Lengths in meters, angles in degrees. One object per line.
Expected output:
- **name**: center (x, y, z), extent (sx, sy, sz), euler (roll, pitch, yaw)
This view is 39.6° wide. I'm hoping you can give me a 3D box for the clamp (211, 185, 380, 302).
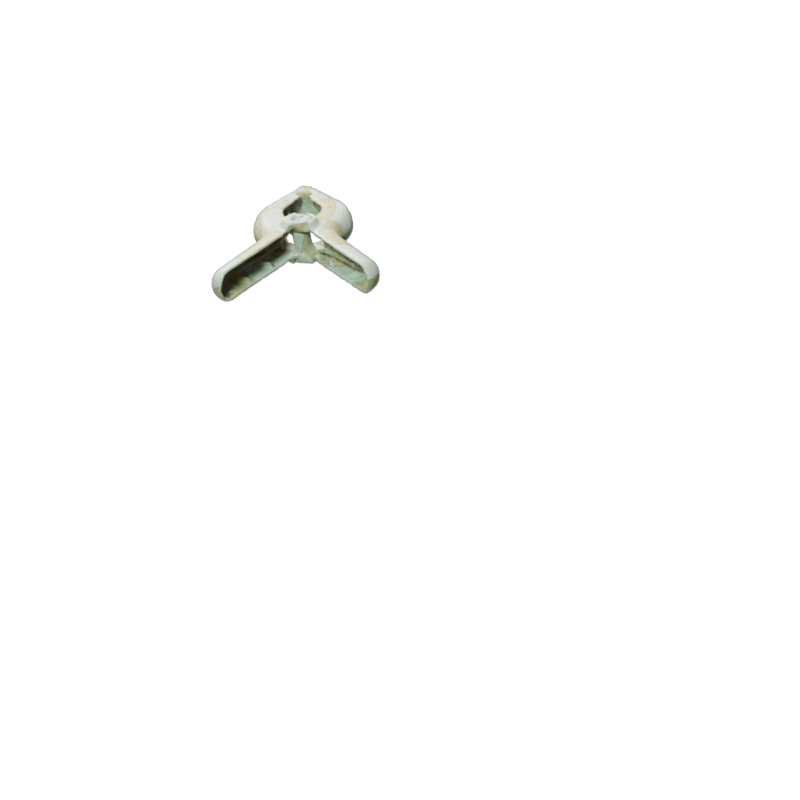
- **clamp**: center (-0.067, -0.122, 0.855), extent (0.122, 0.037, 0.180), euler (5, 34, 7)
